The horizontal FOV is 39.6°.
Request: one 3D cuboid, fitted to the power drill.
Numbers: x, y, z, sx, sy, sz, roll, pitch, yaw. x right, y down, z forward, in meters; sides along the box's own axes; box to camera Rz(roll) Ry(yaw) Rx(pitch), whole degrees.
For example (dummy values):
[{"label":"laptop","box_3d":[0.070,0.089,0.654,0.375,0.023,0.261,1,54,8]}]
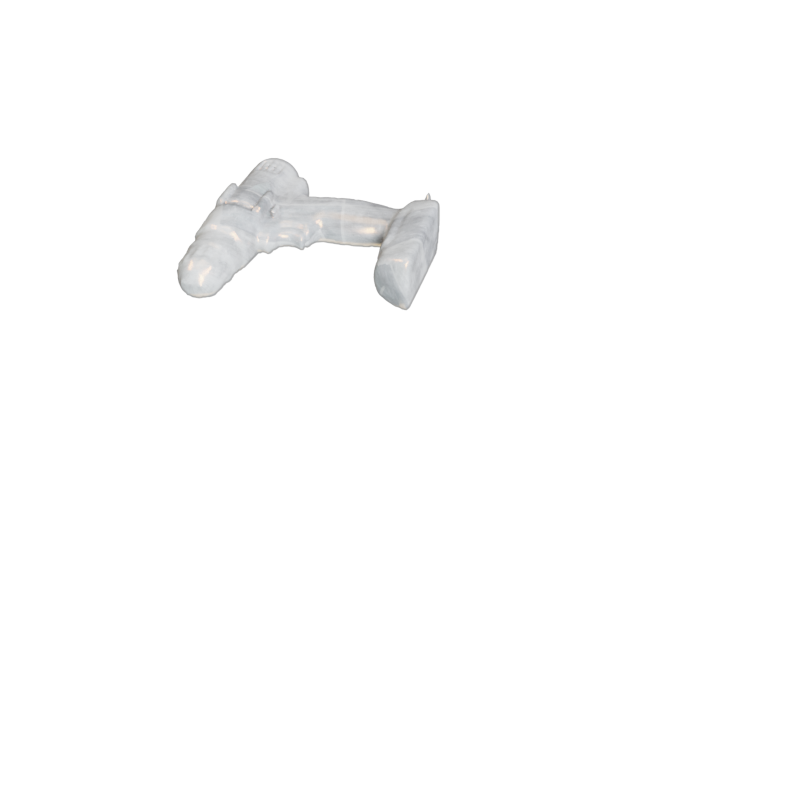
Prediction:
[{"label":"power drill","box_3d":[-0.072,-0.131,0.918,0.193,0.053,0.192,14,43,14]}]
